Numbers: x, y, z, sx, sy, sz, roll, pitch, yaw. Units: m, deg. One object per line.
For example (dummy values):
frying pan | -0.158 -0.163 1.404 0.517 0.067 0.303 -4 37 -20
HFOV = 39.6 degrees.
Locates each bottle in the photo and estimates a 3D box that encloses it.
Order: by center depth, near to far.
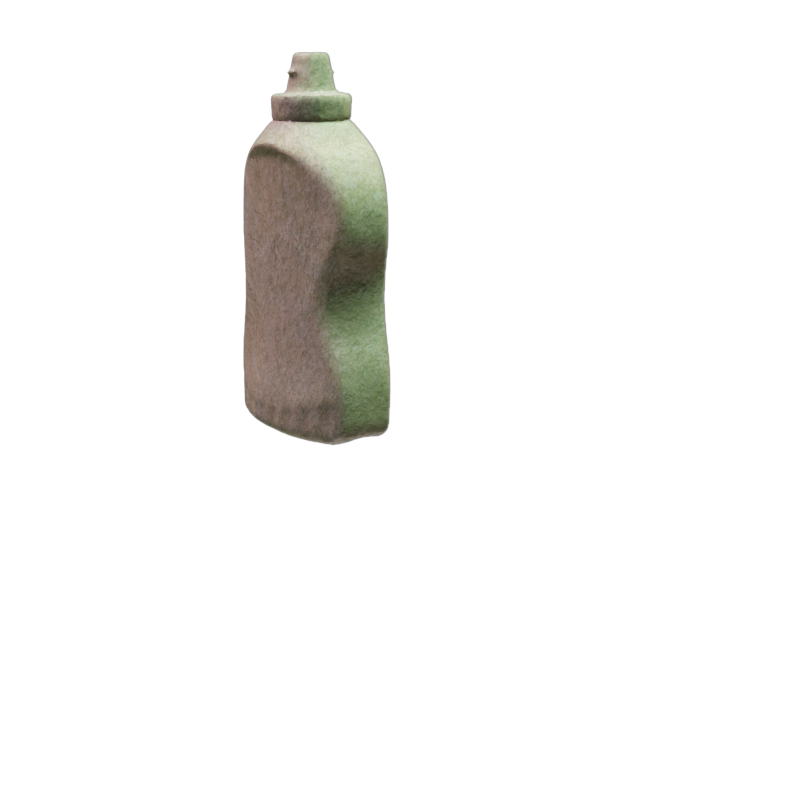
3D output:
bottle | -0.045 -0.081 0.569 0.057 0.187 0.101 -6 12 -34
